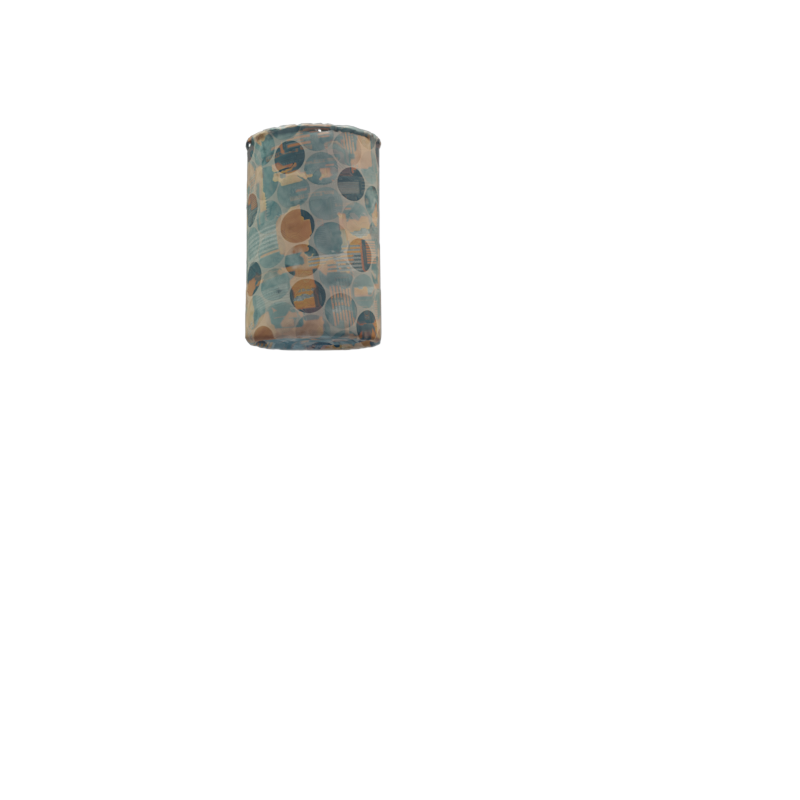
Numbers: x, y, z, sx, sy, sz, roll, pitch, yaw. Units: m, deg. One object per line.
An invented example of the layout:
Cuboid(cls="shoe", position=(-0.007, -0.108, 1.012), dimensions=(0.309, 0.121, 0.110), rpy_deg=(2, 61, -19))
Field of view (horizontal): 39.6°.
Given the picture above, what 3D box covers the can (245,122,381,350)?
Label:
Cuboid(cls="can", position=(-0.043, -0.078, 0.548), dimensions=(0.068, 0.105, 0.067), rpy_deg=(0, -9, -2))
